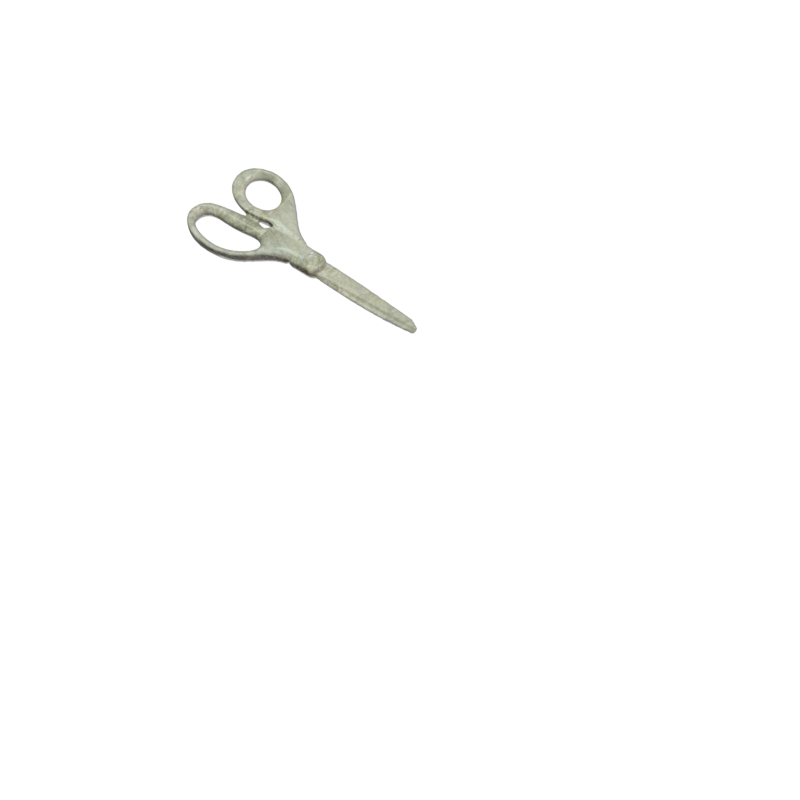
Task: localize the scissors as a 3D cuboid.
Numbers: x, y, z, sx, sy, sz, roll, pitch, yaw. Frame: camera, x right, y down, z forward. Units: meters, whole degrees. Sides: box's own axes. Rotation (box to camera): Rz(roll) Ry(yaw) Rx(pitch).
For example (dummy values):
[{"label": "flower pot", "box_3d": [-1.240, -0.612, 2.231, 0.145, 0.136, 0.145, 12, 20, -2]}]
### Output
[{"label": "scissors", "box_3d": [-0.068, -0.124, 0.870, 0.206, 0.100, 0.015, 19, -29, 11]}]
